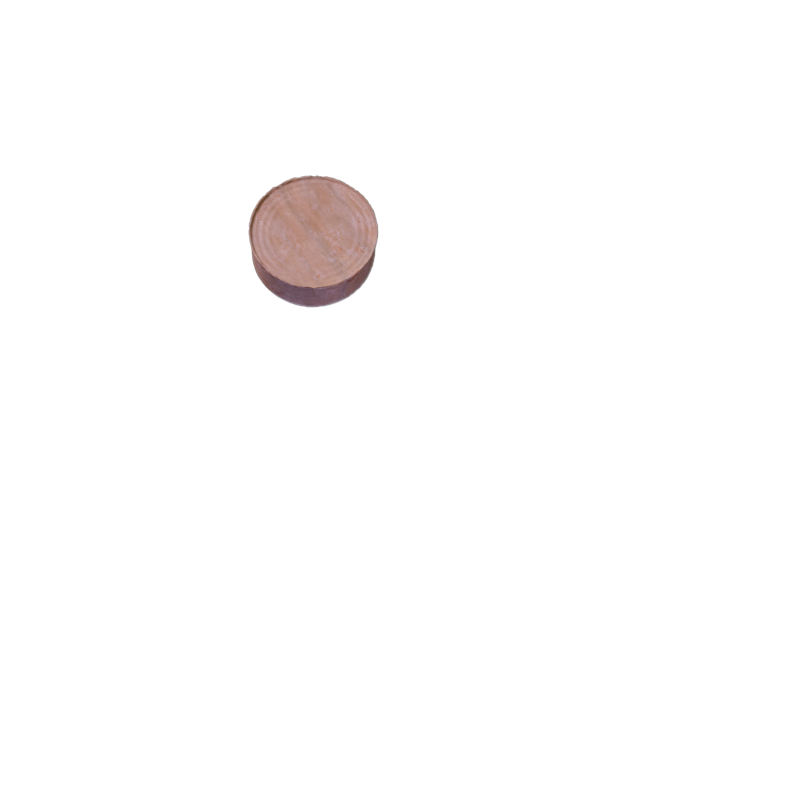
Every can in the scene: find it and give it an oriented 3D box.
[{"bbox_3d":[-0.058,-0.106,0.745,0.086,0.091,0.032,-1,-27,-1],"label":"can"}]
